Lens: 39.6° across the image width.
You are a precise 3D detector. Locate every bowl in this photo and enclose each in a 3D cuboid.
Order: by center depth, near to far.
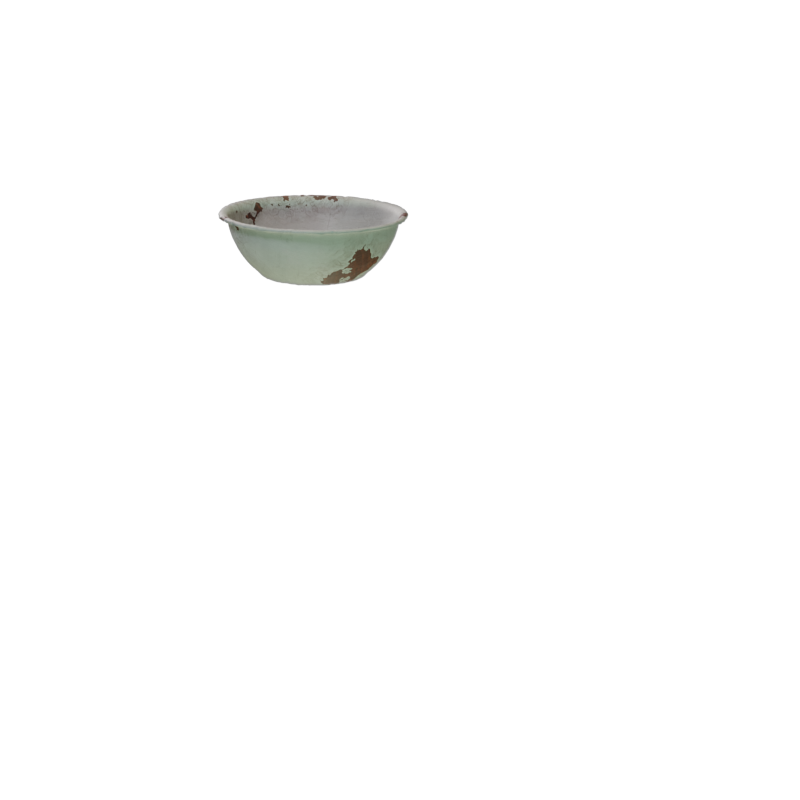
[{"bbox_3d":[-0.074,-0.135,0.949,0.162,0.053,0.168,-1,19,-2],"label":"bowl"}]
